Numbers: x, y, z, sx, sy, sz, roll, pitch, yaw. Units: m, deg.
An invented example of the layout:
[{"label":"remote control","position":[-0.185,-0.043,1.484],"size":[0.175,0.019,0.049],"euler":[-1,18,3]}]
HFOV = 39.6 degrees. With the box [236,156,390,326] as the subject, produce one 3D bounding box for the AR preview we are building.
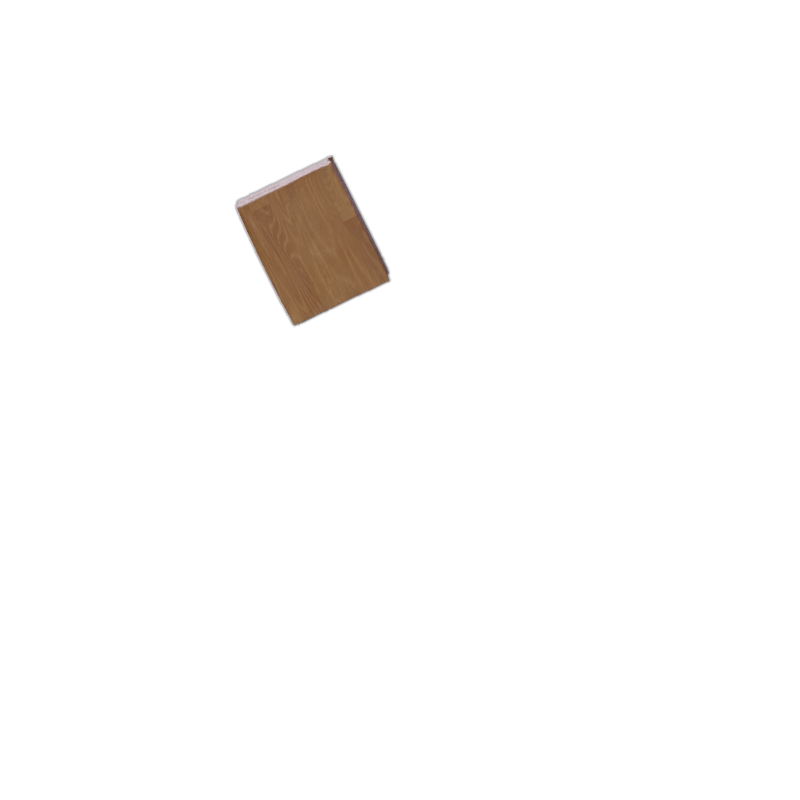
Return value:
[{"label":"box","position":[-0.071,-0.130,0.908],"size":[0.090,0.110,0.040],"euler":[-25,13,6]}]
